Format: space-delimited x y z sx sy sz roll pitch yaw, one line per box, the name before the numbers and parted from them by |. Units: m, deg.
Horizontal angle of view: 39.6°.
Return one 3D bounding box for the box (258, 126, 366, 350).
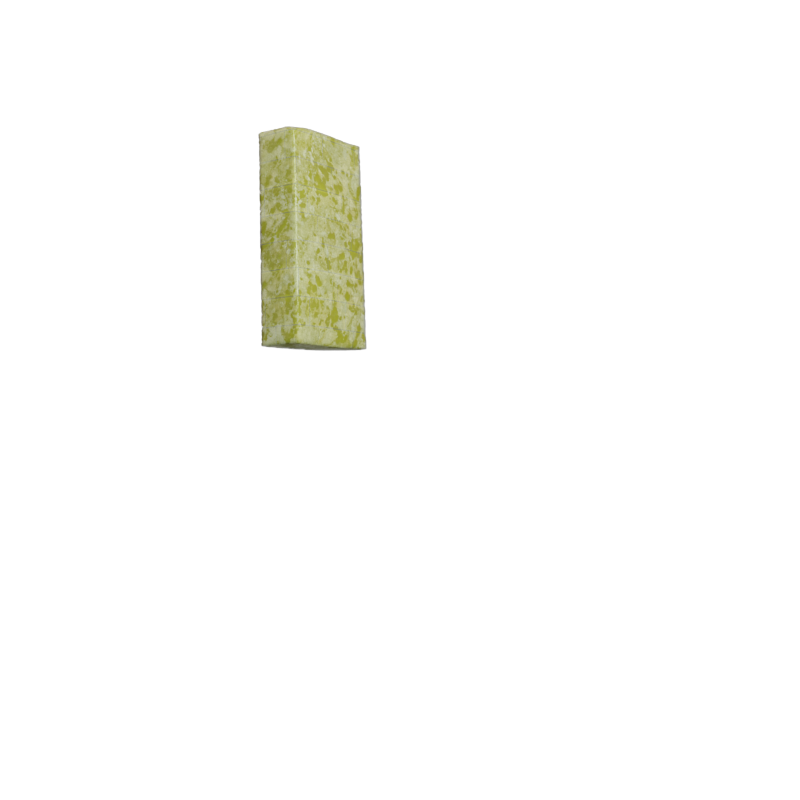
box | -0.071 -0.130 0.911 0.049 0.180 0.089 -7 -9 36
